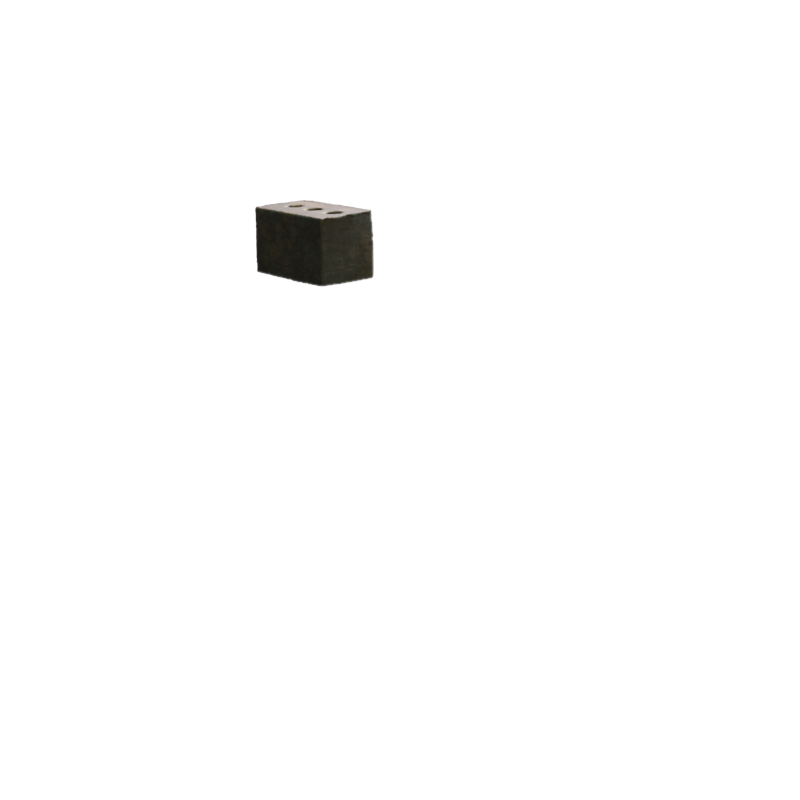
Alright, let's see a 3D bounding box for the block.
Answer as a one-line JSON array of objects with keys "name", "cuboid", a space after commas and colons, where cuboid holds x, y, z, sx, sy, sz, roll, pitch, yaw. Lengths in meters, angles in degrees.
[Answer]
[{"name": "block", "cuboid": [-0.065, -0.118, 0.828, 0.051, 0.050, 0.082, -13, 20, -43]}]
